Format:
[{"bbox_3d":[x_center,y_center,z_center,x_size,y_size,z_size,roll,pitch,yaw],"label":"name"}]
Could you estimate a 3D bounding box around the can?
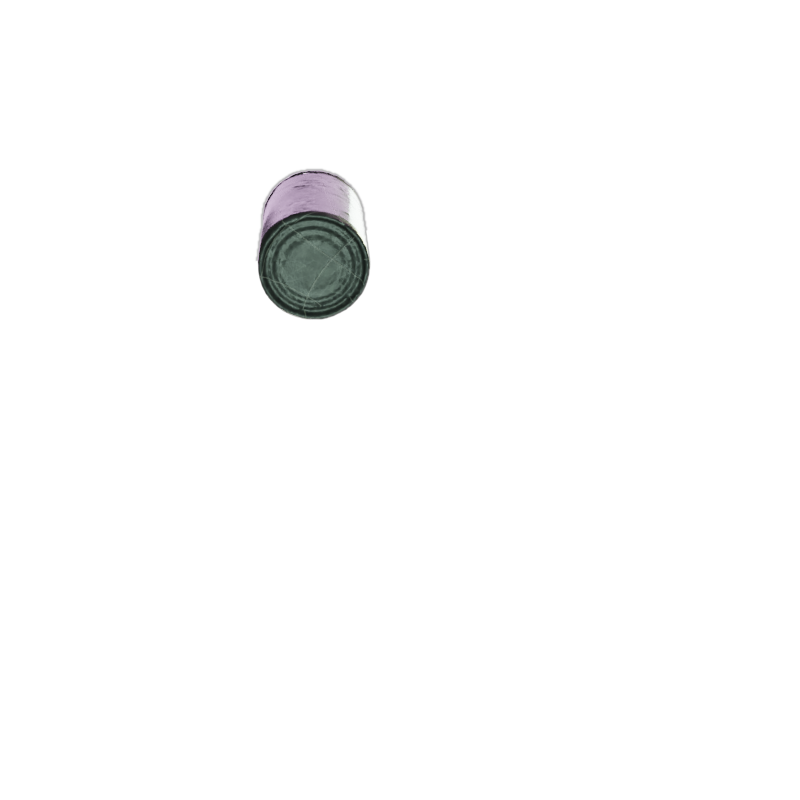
[{"bbox_3d":[-0.054,-0.099,0.691,0.068,0.065,0.107,0,23,-3],"label":"can"}]
